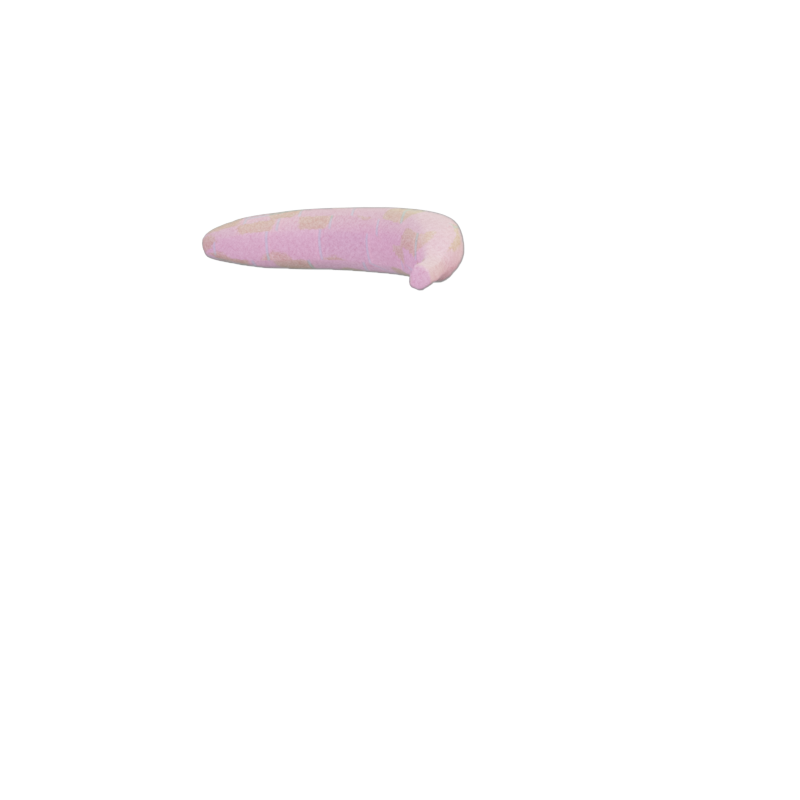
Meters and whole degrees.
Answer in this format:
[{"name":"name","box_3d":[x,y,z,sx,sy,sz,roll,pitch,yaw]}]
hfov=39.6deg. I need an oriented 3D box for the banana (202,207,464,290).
[{"name":"banana","box_3d":[-0.030,-0.086,0.600,0.067,0.036,0.207,-7,13,-39]}]
